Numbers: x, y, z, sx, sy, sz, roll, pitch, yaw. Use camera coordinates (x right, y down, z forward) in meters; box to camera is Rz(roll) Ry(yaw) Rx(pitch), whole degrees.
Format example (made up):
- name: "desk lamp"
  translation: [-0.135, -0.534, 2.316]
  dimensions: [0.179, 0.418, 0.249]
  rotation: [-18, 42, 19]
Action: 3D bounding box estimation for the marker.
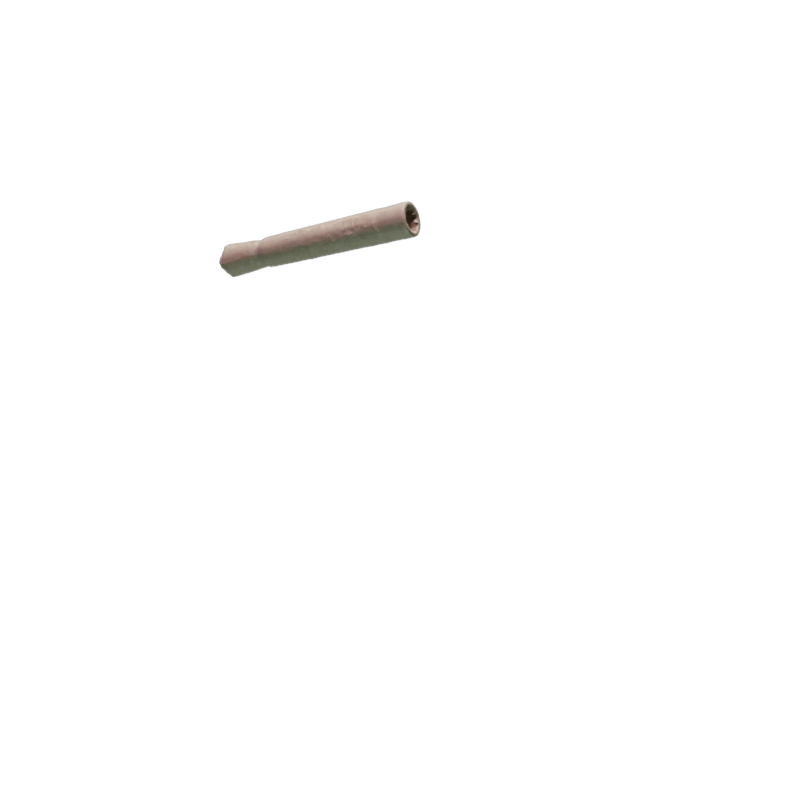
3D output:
- name: "marker"
  translation: [-0.047, -0.085, 0.594]
  dimensions: [0.124, 0.020, 0.019]
  rotation: [-8, -1, 30]
